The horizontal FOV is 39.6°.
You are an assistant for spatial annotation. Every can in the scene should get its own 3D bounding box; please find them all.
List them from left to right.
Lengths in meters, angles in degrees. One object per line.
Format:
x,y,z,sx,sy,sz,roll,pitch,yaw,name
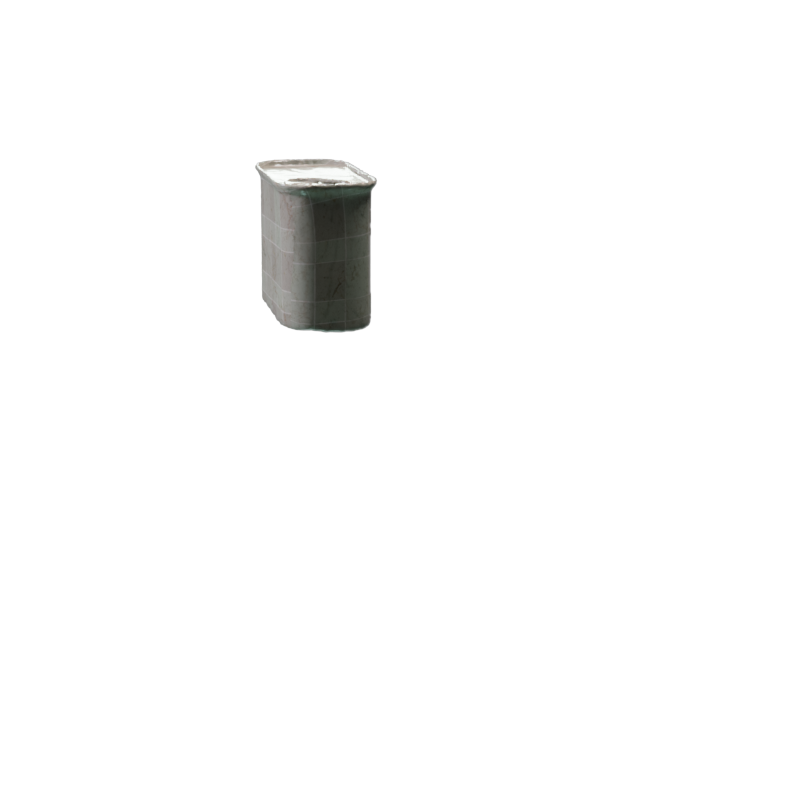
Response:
-0.050,-0.092,0.643,0.057,0.081,0.107,-3,17,-15,can
